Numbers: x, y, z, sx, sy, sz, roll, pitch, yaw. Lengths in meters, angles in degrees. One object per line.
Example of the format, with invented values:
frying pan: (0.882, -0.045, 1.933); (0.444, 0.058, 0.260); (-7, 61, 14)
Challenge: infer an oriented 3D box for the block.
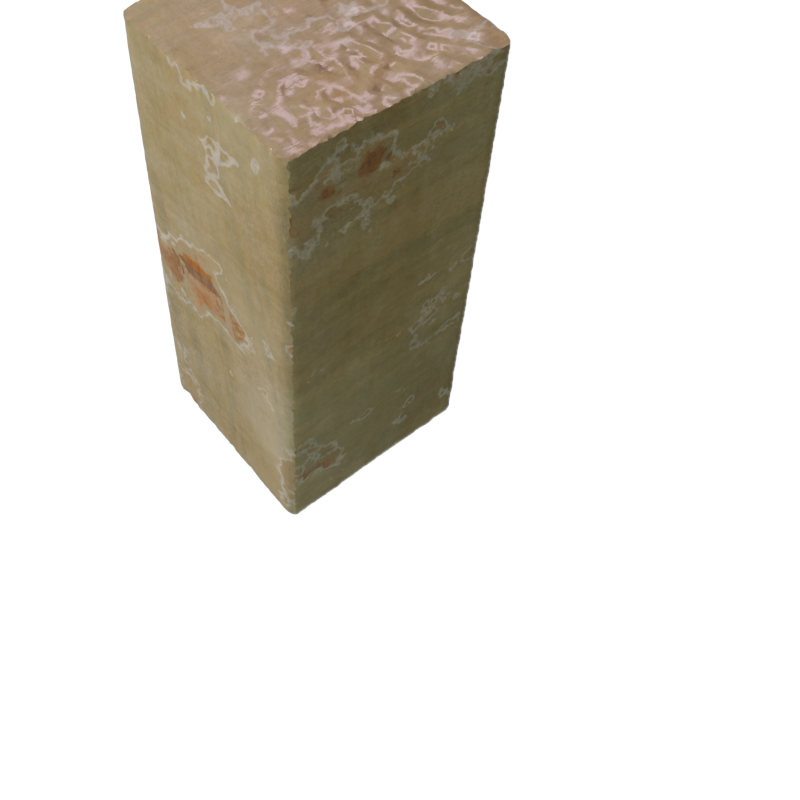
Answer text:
block: (-0.033, -0.060, 0.420); (0.091, 0.096, 0.192); (-33, -28, -24)
